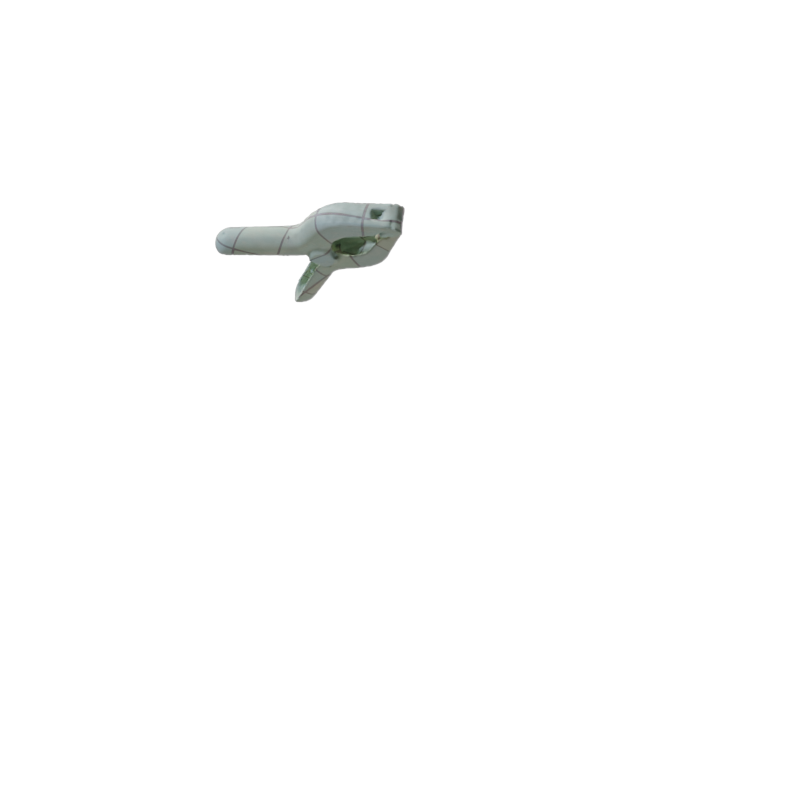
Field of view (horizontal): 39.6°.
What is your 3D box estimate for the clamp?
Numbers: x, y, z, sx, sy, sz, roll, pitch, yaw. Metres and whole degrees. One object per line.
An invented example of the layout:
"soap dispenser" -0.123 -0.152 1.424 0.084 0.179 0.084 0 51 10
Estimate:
"clamp" -0.076 -0.138 0.965 0.113 0.041 0.172 20 -30 -39
